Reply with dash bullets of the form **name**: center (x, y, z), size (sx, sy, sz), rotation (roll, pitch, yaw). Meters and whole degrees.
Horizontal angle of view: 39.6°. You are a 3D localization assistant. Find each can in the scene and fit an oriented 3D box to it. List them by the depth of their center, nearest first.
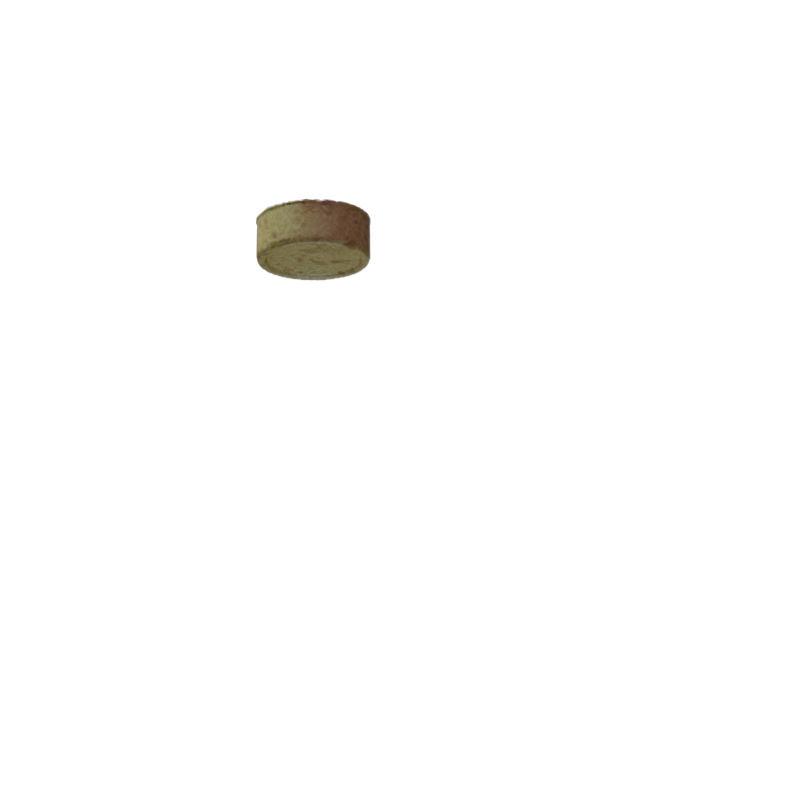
- **can**: center (-0.064, -0.117, 0.823), size (0.086, 0.035, 0.083), rotation (0, -15, -2)
